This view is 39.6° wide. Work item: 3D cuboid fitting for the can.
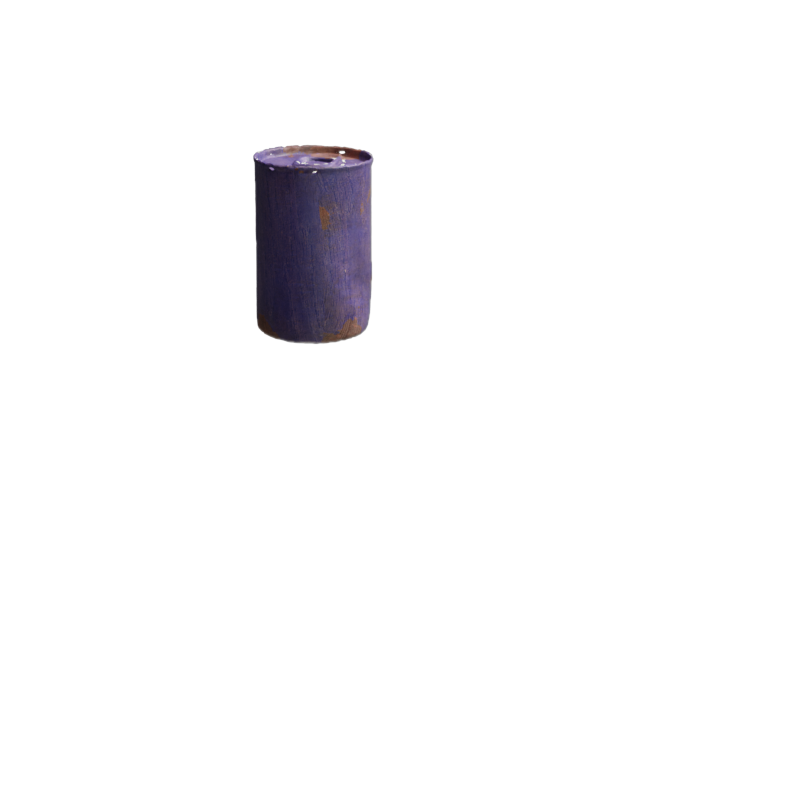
[{"bbox_3d":[-0.050,-0.091,0.640,0.068,0.098,0.071,0,18,-2],"label":"can"}]
